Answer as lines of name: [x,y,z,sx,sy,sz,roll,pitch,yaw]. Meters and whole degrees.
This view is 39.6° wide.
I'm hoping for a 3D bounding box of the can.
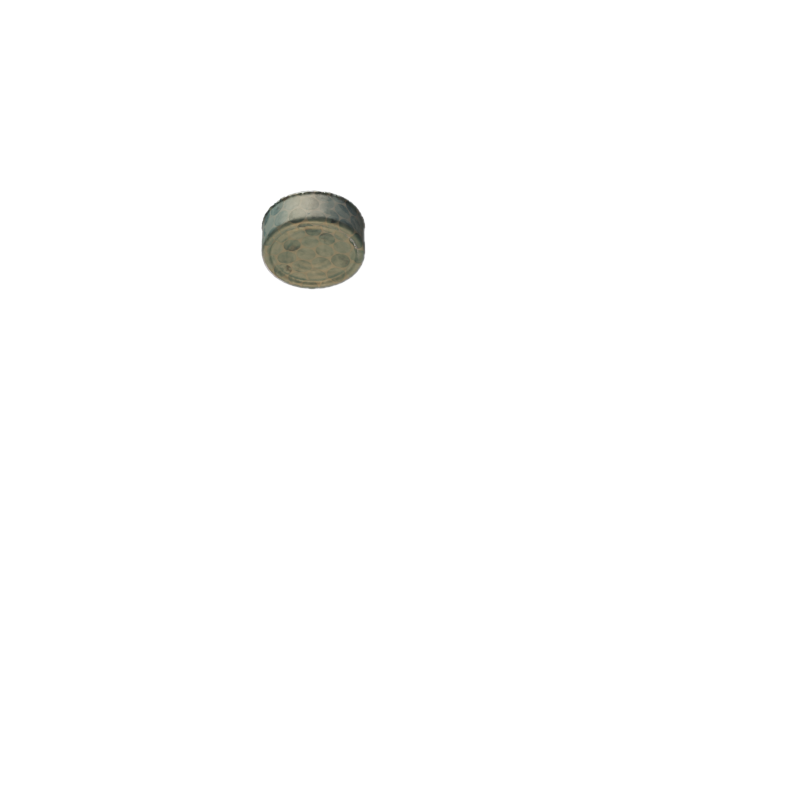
can: [-0.071,-0.130,0.909,0.086,0.036,0.080,1,-38,-2]
